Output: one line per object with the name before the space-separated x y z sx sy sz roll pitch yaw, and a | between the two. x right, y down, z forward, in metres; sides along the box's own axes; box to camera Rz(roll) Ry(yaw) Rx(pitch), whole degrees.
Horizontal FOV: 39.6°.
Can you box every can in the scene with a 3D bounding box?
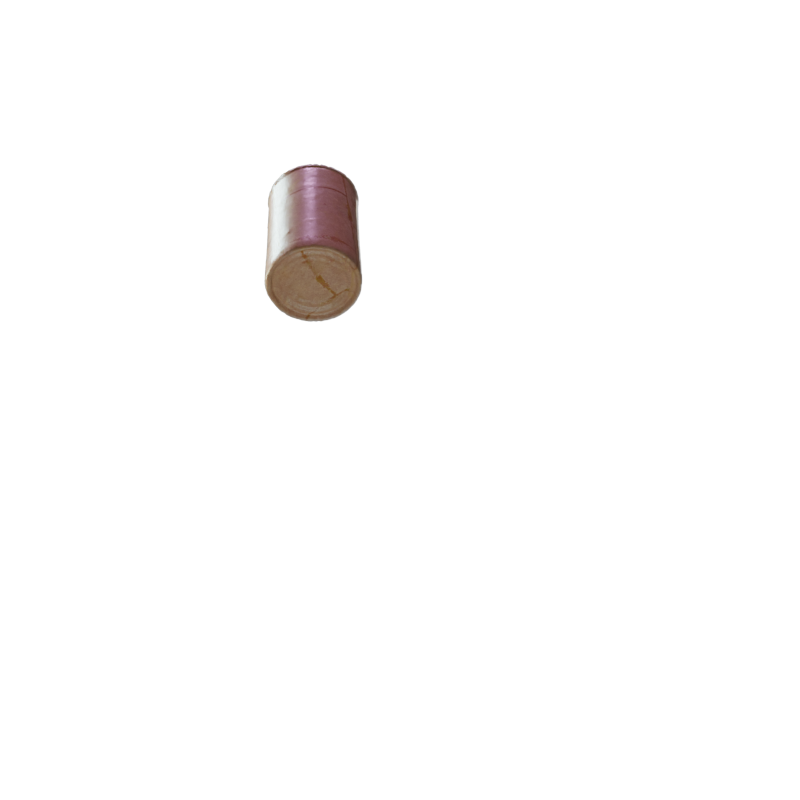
can | -0.062 -0.113 0.791 0.068 0.064 0.110 -1 40 -3
